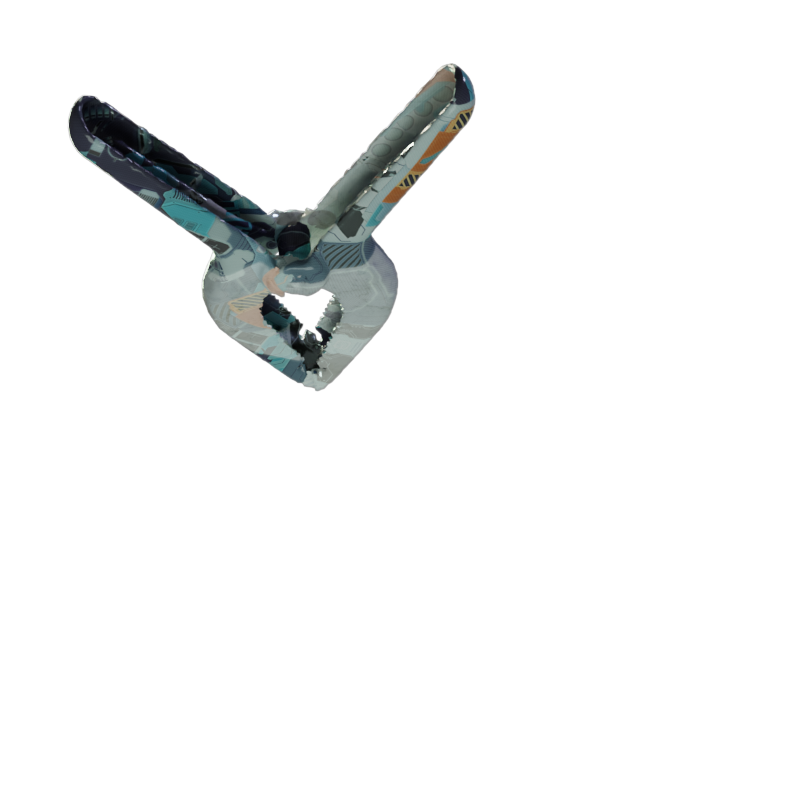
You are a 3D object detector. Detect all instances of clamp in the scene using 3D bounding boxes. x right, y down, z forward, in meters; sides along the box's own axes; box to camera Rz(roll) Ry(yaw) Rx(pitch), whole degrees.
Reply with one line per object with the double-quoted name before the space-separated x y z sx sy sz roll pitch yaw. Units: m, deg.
"clamp" -0.040 -0.073 0.511 0.166 0.039 0.194 -6 -35 8
